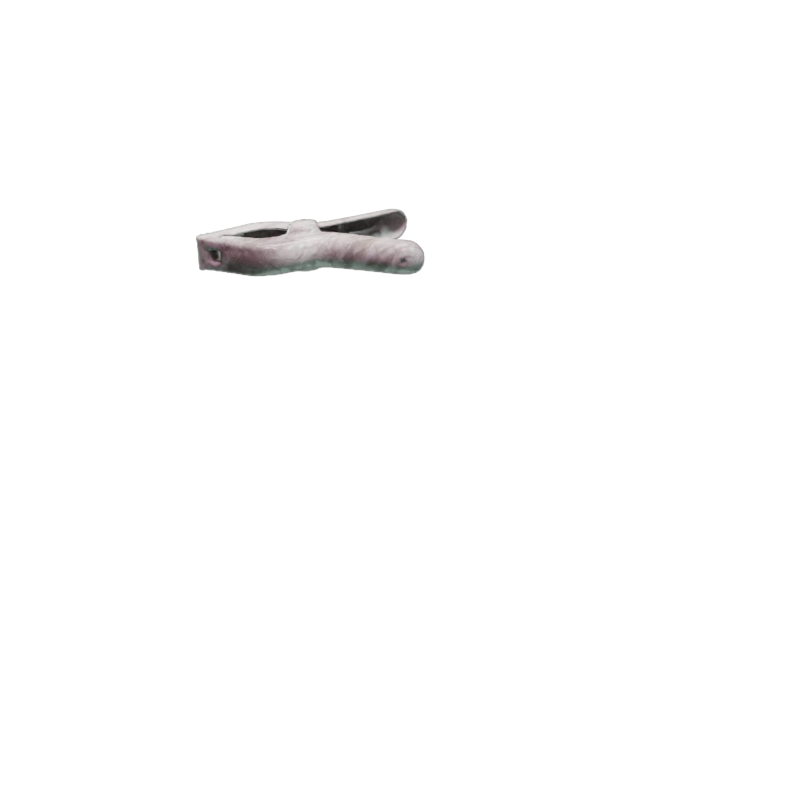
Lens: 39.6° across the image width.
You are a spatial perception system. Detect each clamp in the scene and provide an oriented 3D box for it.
[{"bbox_3d":[-0.066,-0.121,0.849,0.173,0.038,0.123,2,17,5],"label":"clamp"}]
